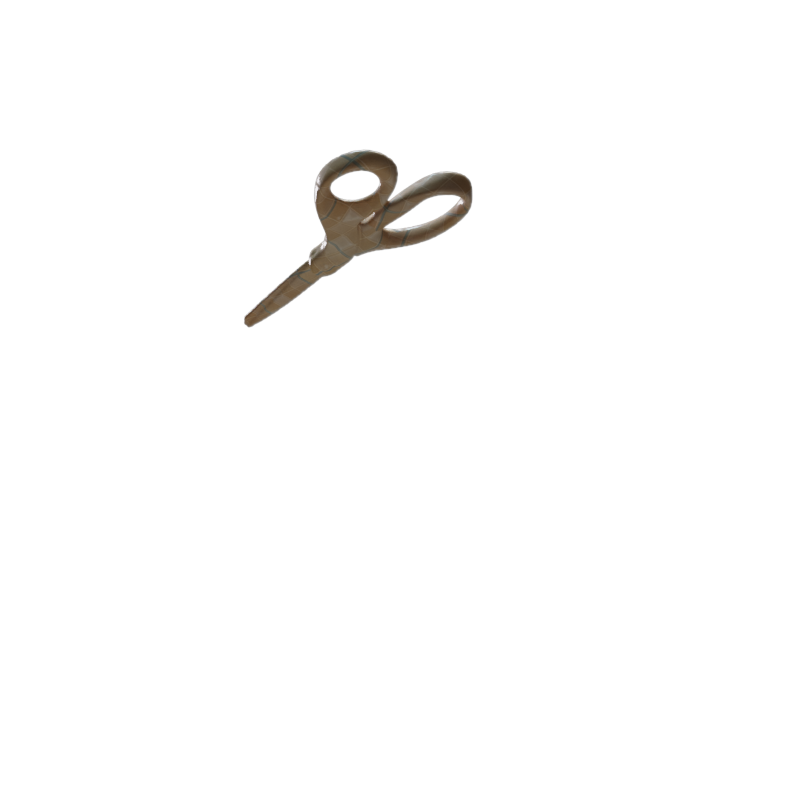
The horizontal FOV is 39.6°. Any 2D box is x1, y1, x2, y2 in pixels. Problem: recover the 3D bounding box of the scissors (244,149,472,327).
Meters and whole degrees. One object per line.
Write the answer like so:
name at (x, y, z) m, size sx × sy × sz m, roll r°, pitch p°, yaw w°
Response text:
scissors at (-0.051, -0.094, 0.656) m, size 0.203 × 0.017 × 0.090 m, roll -20°, pitch -34°, yaw 34°
